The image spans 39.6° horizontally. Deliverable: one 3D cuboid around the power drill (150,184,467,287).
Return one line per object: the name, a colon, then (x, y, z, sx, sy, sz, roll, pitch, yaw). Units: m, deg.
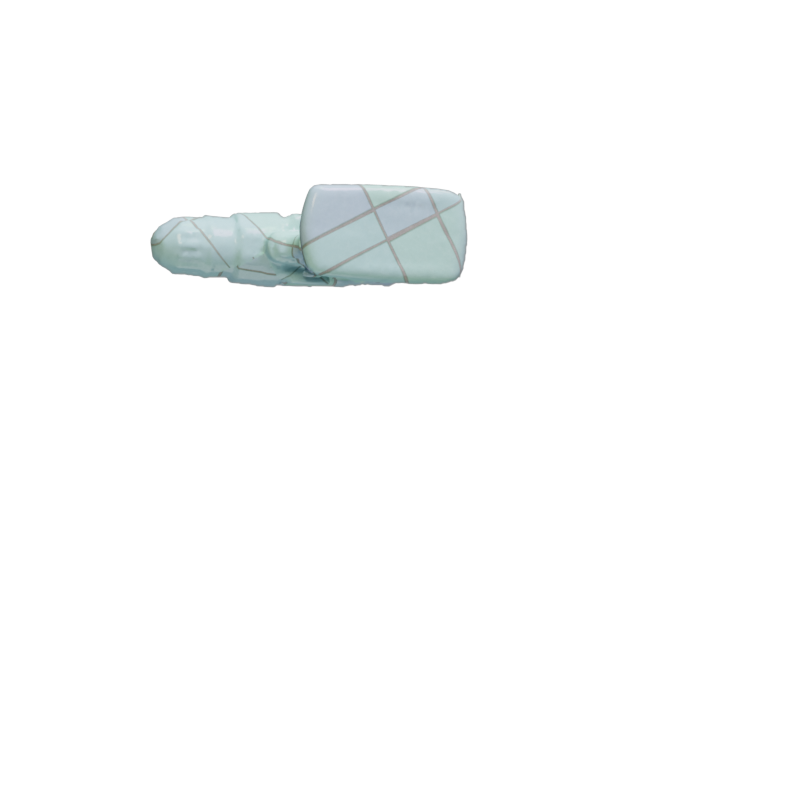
power drill: (-0.056, -0.102, 0.714, 0.180, 0.057, 0.193, -2, 5, -21)
